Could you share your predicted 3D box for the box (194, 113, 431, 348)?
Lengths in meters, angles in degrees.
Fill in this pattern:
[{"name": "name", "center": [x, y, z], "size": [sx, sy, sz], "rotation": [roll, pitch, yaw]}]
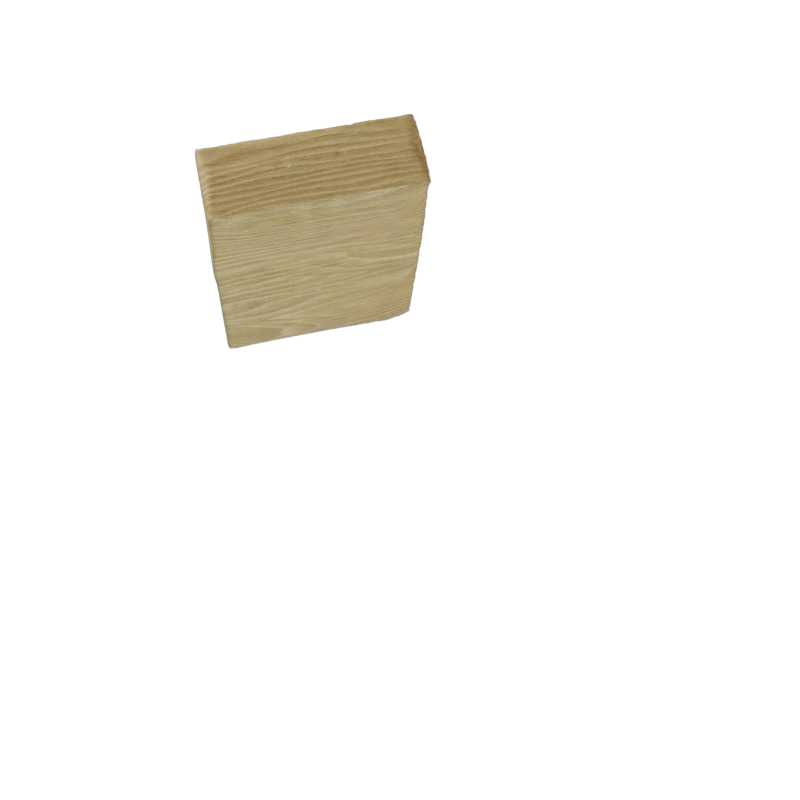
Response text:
[{"name": "box", "center": [-0.069, -0.125, 0.878], "size": [0.163, 0.076, 0.202], "rotation": [-11, -22, -8]}]
